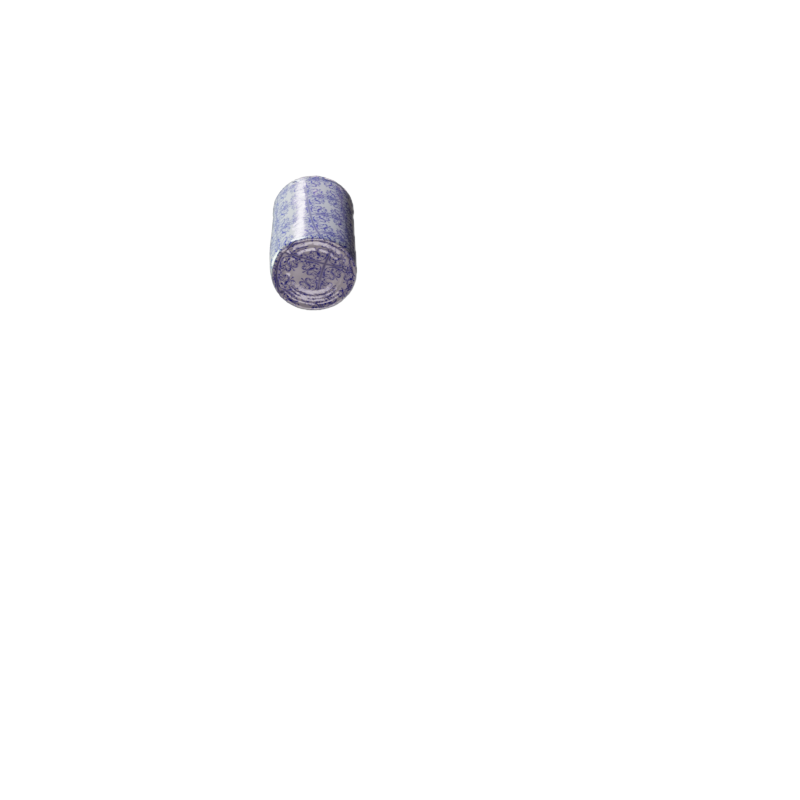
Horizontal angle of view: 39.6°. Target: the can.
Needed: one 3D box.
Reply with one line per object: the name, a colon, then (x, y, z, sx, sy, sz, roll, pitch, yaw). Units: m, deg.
can: (-0.069, -0.126, 0.883, 0.068, 0.064, 0.109, -1, 35, -3)
